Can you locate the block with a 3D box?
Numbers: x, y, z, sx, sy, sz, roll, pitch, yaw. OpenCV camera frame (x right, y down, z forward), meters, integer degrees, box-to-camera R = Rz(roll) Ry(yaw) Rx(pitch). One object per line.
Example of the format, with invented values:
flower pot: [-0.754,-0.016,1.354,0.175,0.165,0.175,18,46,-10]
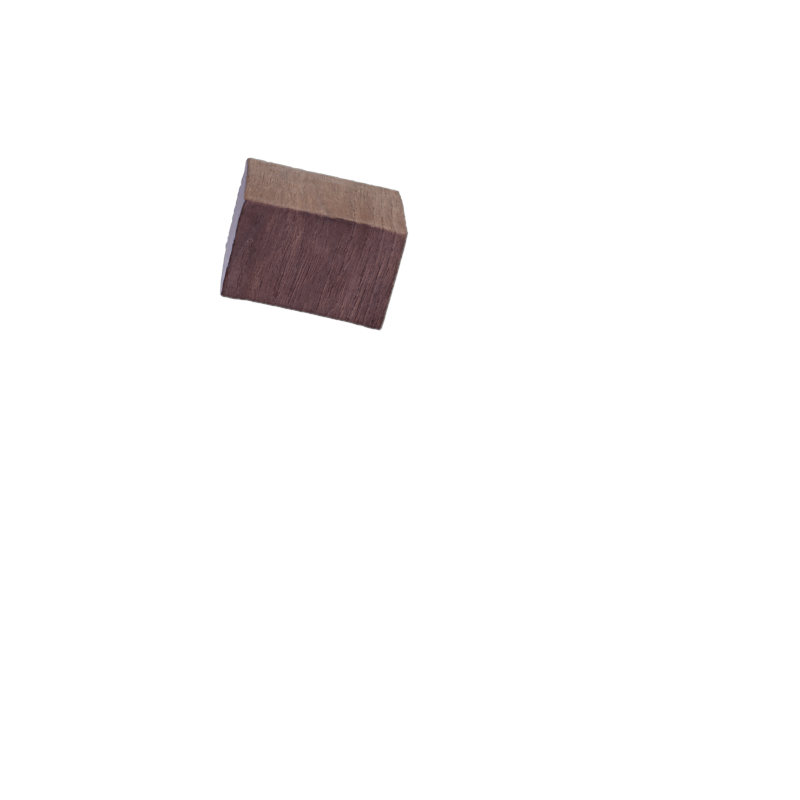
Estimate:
block: [-0.041,-0.074,0.520,0.077,0.050,0.054,13,28,-8]
